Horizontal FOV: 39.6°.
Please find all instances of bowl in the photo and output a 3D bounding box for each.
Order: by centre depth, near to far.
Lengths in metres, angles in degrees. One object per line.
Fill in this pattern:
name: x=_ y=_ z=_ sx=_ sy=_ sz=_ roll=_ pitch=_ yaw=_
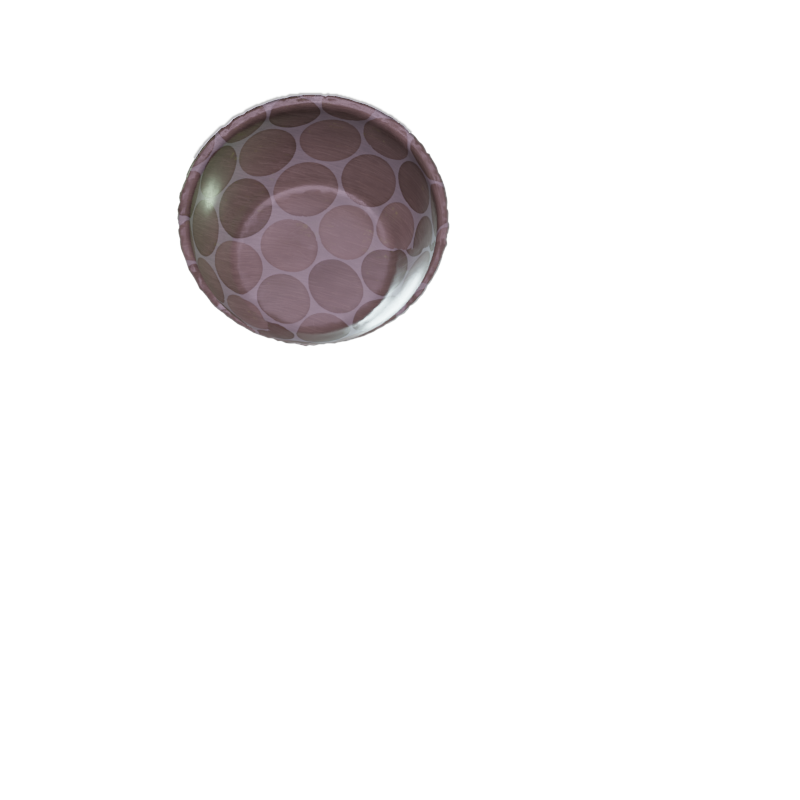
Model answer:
bowl: x=-0.050 y=-0.091 z=0.638 sx=0.162 sy=0.154 sz=0.058 roll=1 pitch=25 yaw=-1
